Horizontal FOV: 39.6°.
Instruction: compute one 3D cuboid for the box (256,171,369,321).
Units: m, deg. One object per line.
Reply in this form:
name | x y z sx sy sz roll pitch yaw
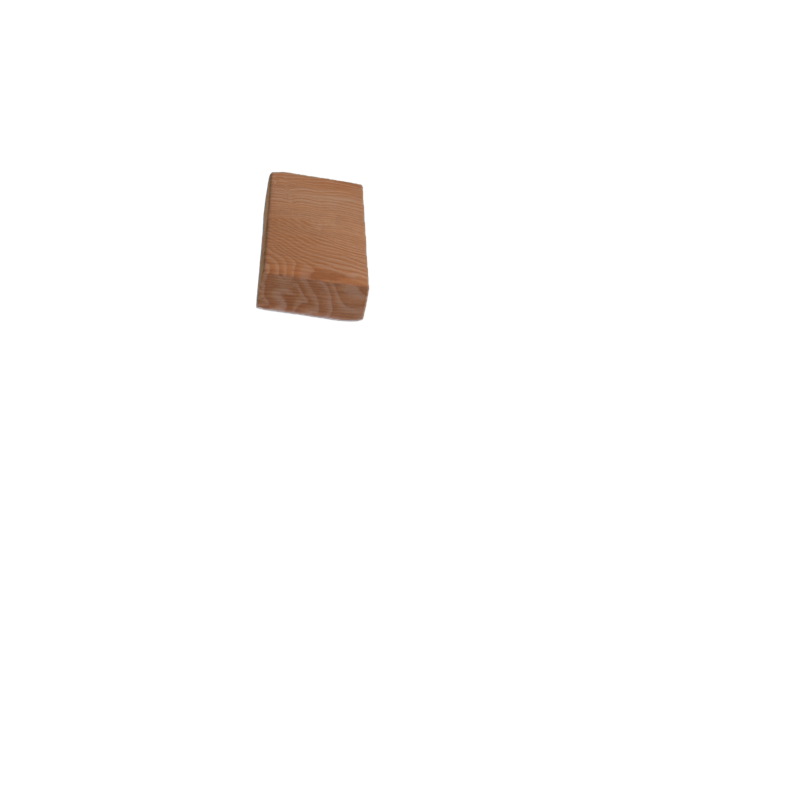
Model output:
box | -0.078 -0.143 0.999 0.092 0.045 0.189 6 39 -9
